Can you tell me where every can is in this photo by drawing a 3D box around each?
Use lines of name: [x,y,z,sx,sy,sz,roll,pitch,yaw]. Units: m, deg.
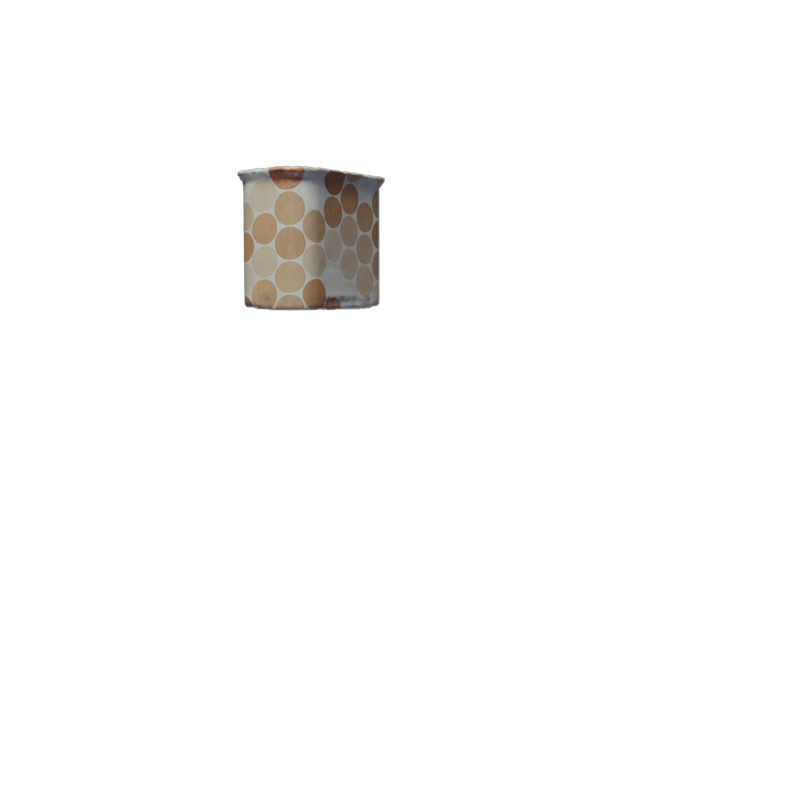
can: [-0.054,-0.098,0.685,0.059,0.084,0.098,0,2,33]
